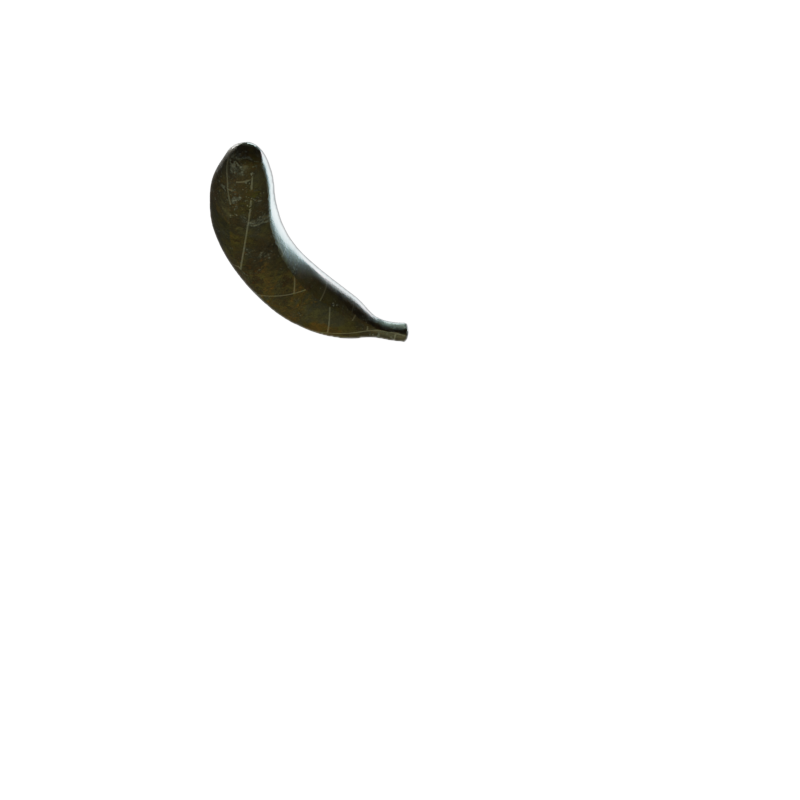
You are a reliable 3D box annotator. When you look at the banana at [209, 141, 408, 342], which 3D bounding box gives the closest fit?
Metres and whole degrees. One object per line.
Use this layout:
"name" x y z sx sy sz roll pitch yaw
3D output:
"banana" -0.064 -0.084 0.634 0.070 0.039 0.183 -14 -32 22
